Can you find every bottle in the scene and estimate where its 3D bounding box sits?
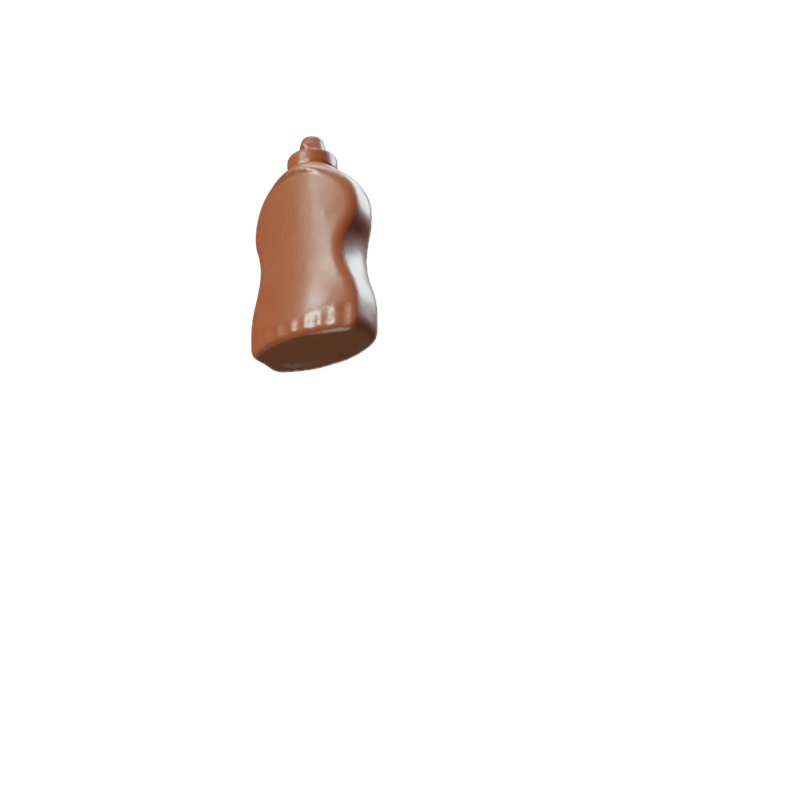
[{"bbox_3d":[-0.067,-0.122,0.855,0.097,0.204,0.054,-20,-34,28],"label":"bottle"}]
